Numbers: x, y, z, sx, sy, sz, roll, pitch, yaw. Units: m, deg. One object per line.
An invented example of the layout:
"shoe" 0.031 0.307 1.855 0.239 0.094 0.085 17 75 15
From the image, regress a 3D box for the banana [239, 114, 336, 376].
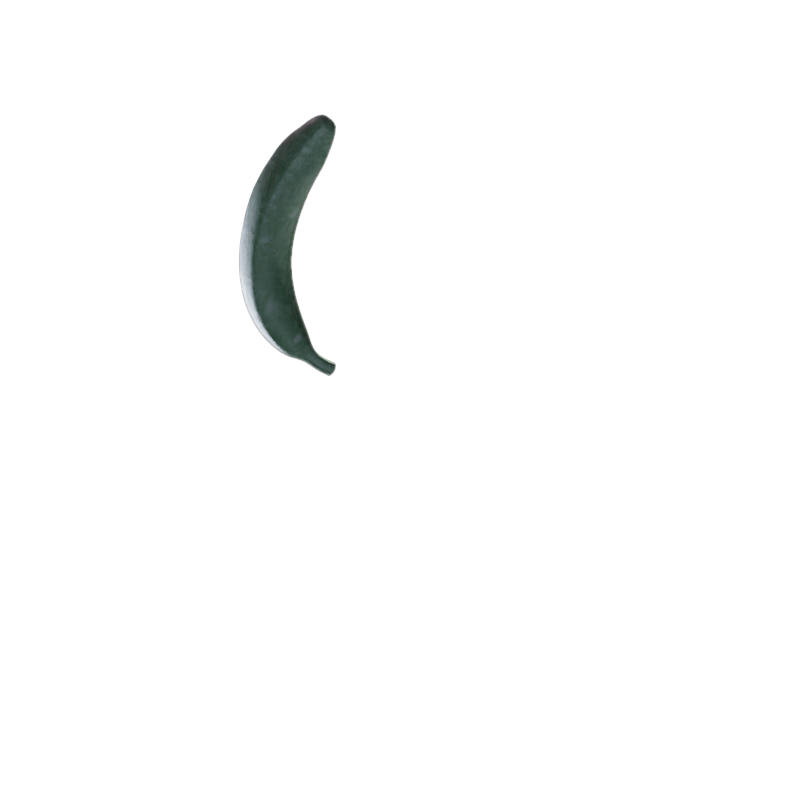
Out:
"banana" -0.080 -0.108 0.783 0.069 0.187 0.039 0 28 -1
